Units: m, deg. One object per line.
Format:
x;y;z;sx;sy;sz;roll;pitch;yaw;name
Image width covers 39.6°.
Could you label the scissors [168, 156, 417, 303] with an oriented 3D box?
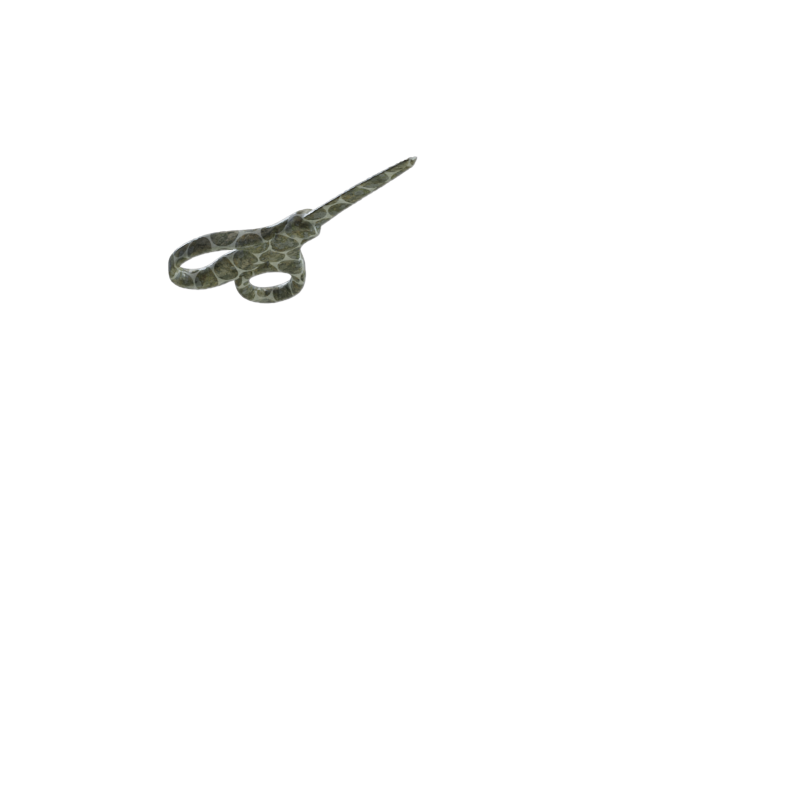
-0.053;-0.096;0.674;0.205;0.017;0.090;-13;-24;31;scissors
